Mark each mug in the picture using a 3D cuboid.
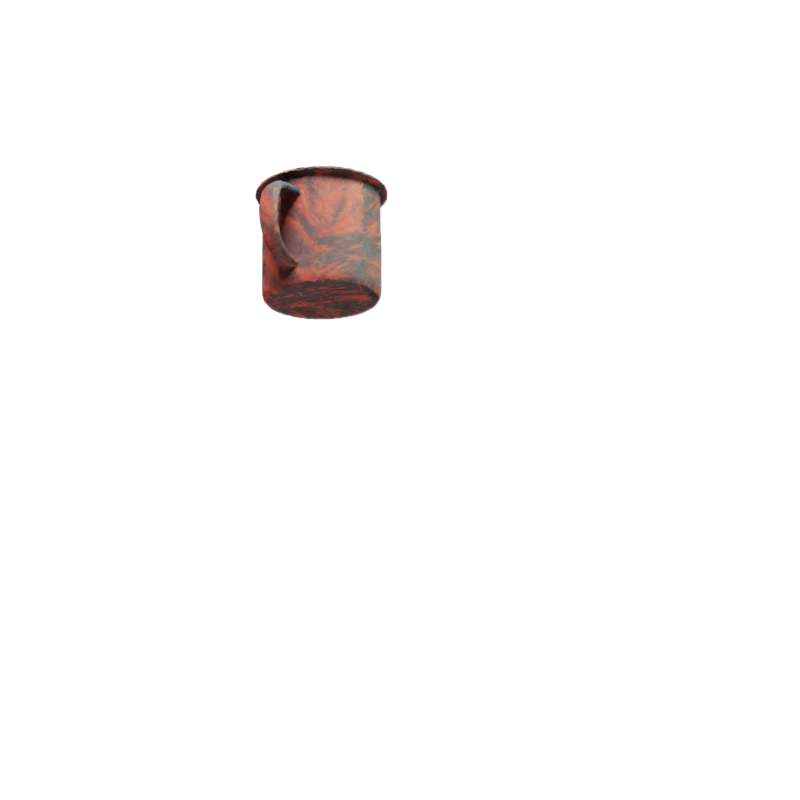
[{"bbox_3d":[-0.059,-0.108,0.756,0.095,0.085,0.110,-9,-19,25],"label":"mug"}]
